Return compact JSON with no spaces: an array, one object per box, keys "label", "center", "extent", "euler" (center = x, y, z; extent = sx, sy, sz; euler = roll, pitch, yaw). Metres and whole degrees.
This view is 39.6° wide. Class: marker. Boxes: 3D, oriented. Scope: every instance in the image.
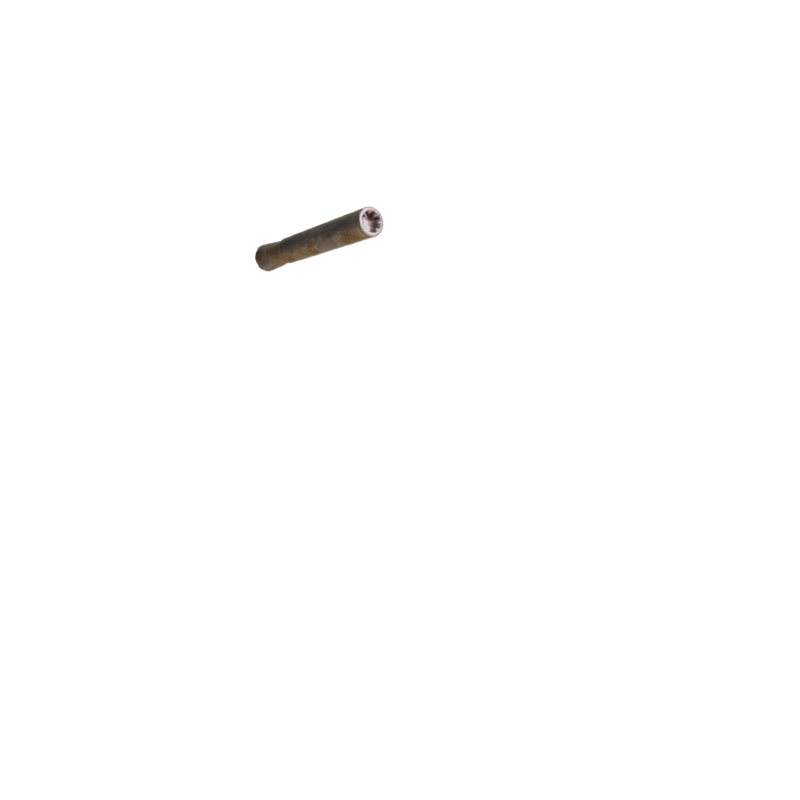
[{"label":"marker","center":[-0.055,-0.101,0.705],"extent":[0.019,0.020,0.123],"euler":[-3,-3,-39]}]
